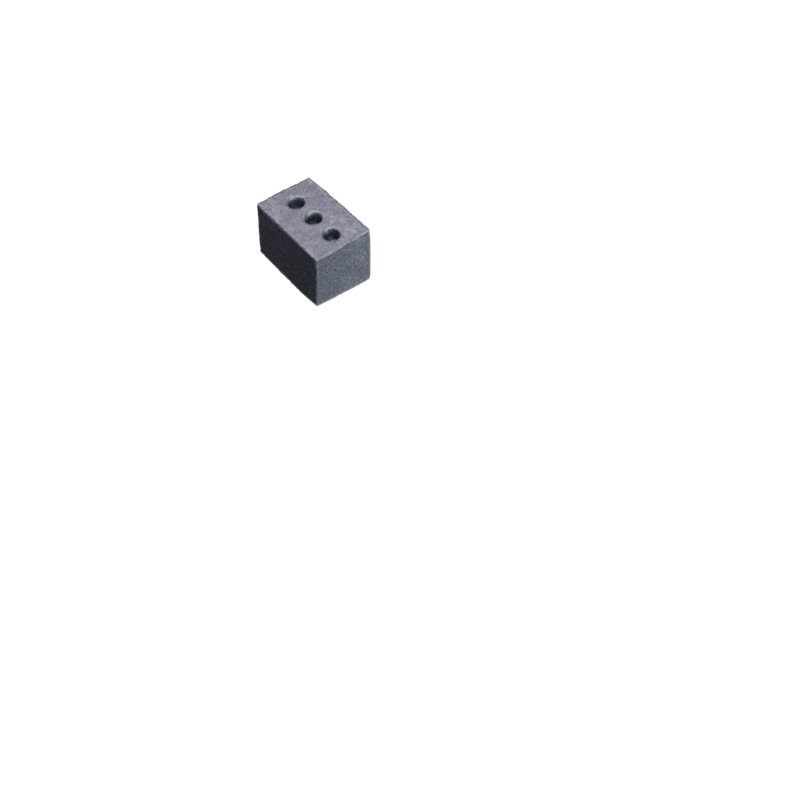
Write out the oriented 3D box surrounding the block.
[{"bbox_3d":[-0.066,-0.121,0.845,0.053,0.048,0.084,-30,55,-26],"label":"block"}]
